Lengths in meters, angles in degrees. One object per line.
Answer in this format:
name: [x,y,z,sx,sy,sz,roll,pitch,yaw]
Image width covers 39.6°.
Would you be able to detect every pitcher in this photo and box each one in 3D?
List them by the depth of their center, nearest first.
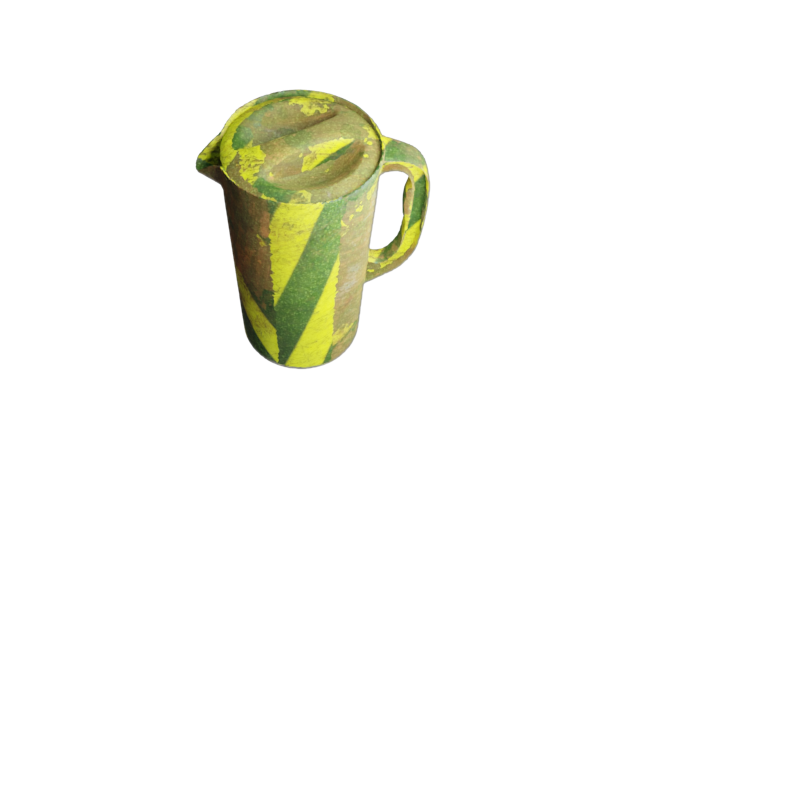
pitcher: [-0.075,-0.137,0.957,0.157,0.227,0.147,35,59,21]
